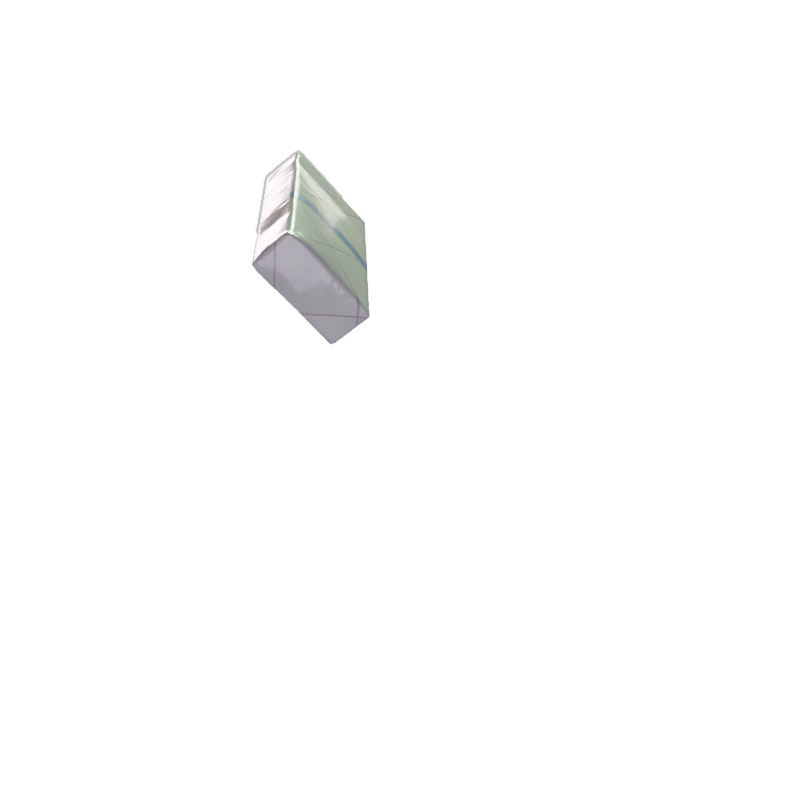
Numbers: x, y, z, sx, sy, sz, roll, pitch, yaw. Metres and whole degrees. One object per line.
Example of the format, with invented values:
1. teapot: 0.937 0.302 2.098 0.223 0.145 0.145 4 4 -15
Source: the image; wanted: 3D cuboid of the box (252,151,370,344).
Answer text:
1. box: -0.070 -0.128 0.896 0.048 0.089 0.187 -38 24 16
